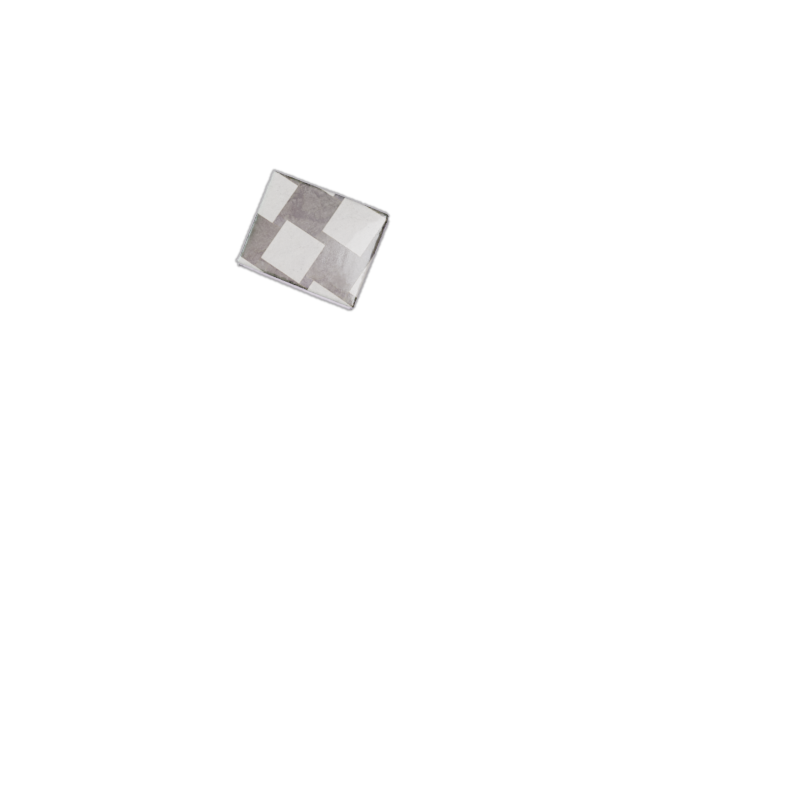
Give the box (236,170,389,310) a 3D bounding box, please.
[{"bbox_3d":[-0.077,-0.141,0.986,0.114,0.091,0.038,21,-9,3],"label":"box"}]
